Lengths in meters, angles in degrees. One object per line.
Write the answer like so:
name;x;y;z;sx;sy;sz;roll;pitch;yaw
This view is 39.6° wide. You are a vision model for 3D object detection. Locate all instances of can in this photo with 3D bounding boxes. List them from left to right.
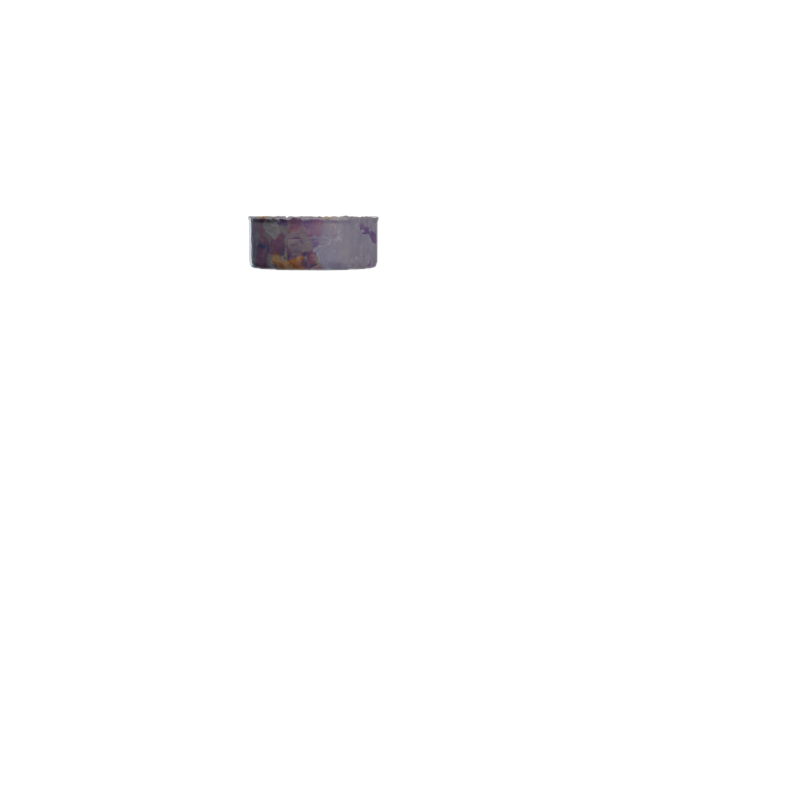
can;-0.057;-0.104;0.728;0.086;0.033;0.087;0;9;-2
